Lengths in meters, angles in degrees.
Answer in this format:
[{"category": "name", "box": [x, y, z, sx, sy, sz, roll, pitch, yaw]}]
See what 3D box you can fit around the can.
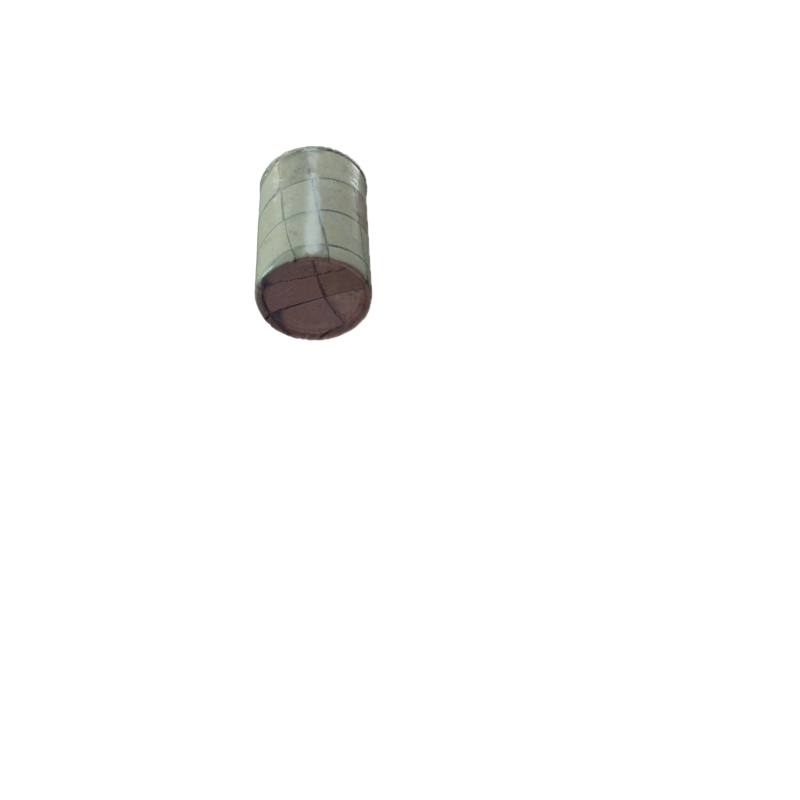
[{"category": "can", "box": [-0.052, -0.094, 0.659, 0.068, 0.064, 0.110, -1, 45, -3]}]
